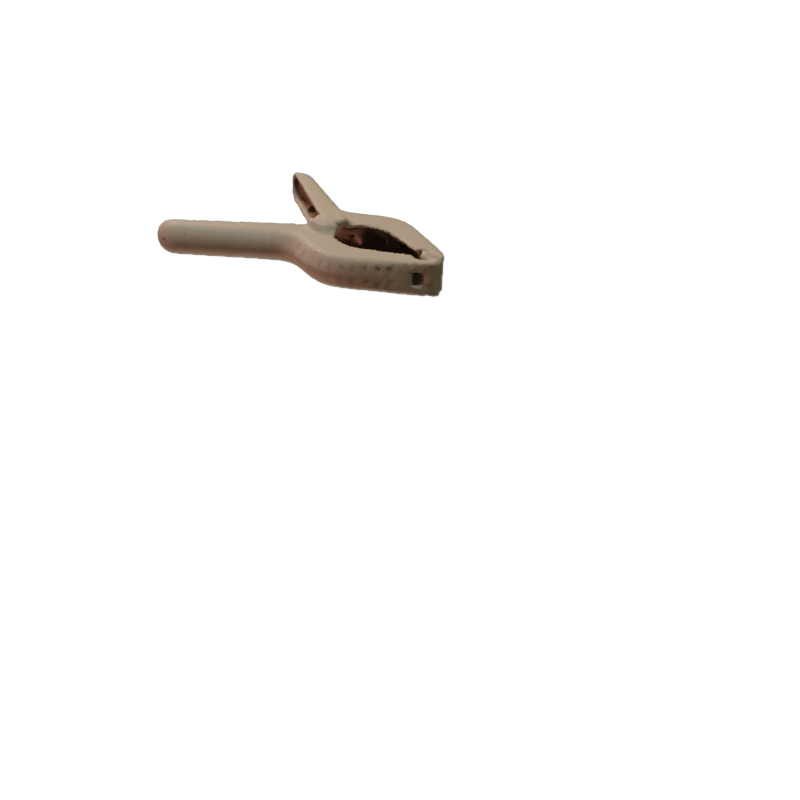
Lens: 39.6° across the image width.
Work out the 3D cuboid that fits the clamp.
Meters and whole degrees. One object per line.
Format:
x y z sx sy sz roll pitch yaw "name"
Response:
-0.064 -0.117 0.817 0.163 0.034 0.224 -26 39 -37 "clamp"
